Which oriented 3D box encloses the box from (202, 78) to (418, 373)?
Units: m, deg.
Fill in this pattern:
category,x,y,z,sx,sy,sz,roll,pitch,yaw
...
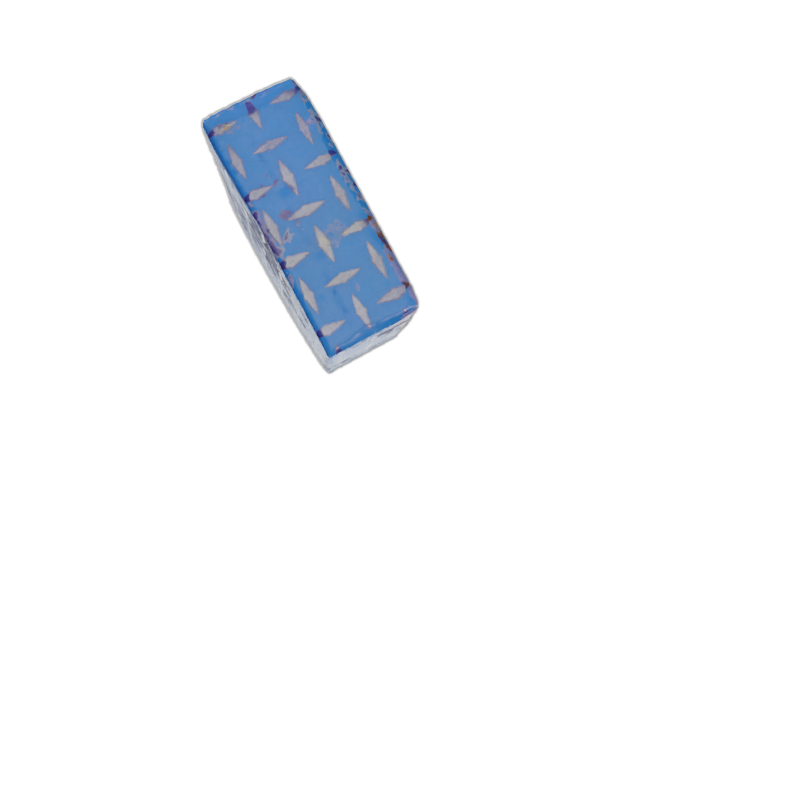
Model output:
category,x,y,z,sx,sy,sz,roll,pitch,yaw
box,-0.059,-0.108,0.759,0.072,0.167,0.211,-29,-3,-5
